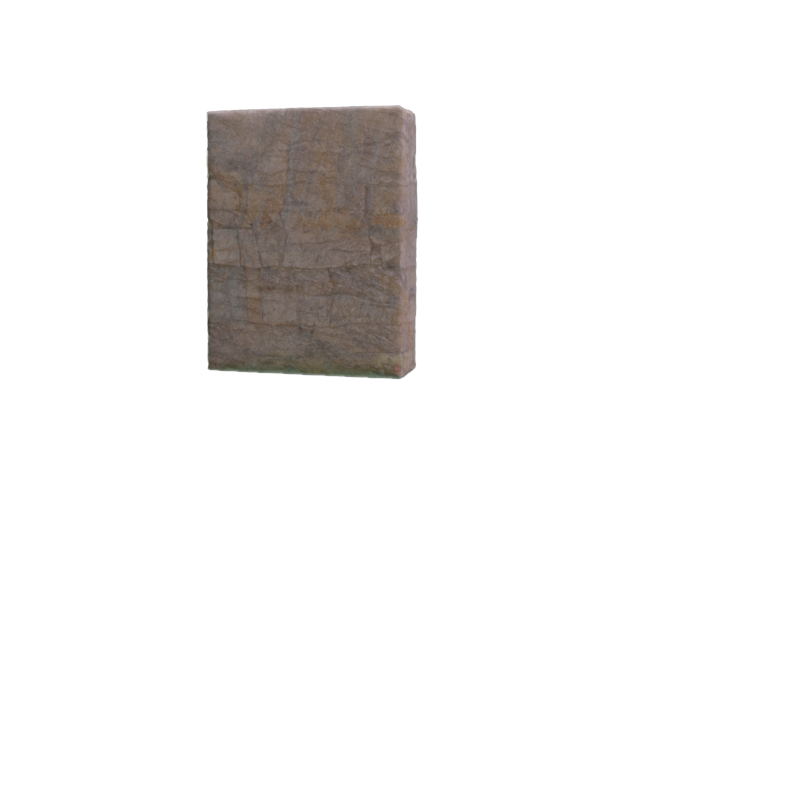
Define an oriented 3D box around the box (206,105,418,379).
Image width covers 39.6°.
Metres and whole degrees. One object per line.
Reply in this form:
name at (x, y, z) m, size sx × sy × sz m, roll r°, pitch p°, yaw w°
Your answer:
box at (-0.071, -0.130, 0.907) m, size 0.167 × 0.213 × 0.071 m, roll 1°, pitch 2°, yaw 15°
